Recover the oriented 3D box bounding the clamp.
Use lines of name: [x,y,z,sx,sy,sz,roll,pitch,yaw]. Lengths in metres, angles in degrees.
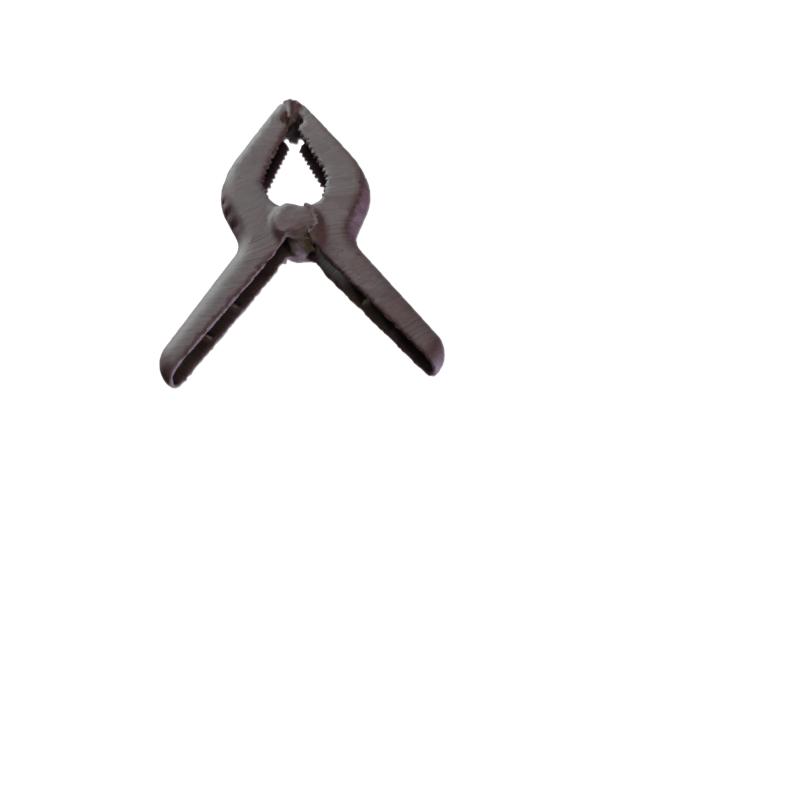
clamp: [-0.054,-0.099,0.690,0.165,0.223,0.034,3,-32,1]
